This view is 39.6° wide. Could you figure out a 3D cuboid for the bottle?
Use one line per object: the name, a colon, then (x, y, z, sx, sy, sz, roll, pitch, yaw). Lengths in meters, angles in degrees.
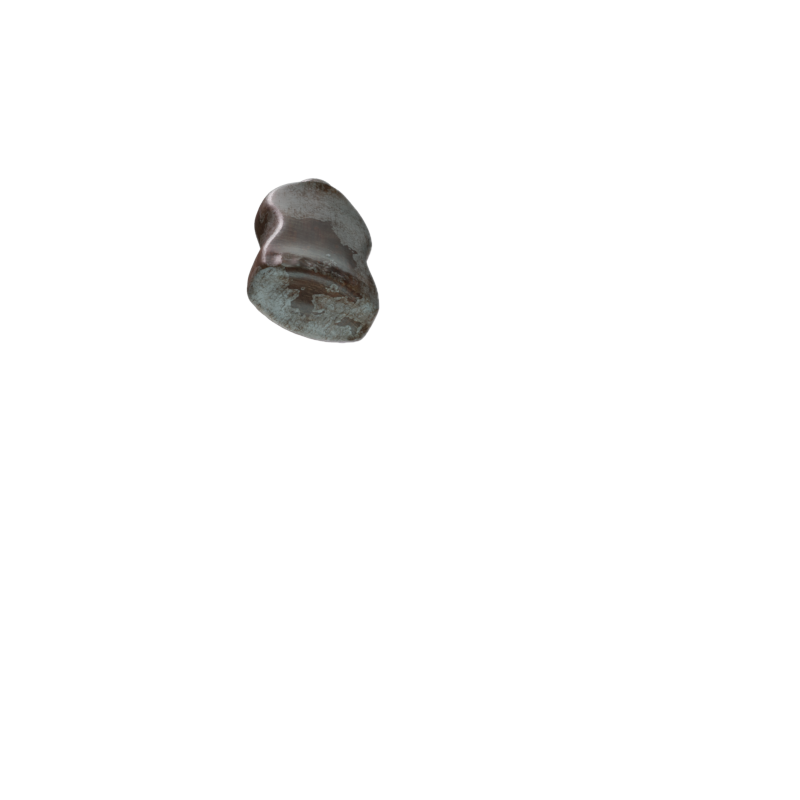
bottle: (-0.069, -0.125, 0.877, 0.094, 0.056, 0.205, 17, 32, -15)
